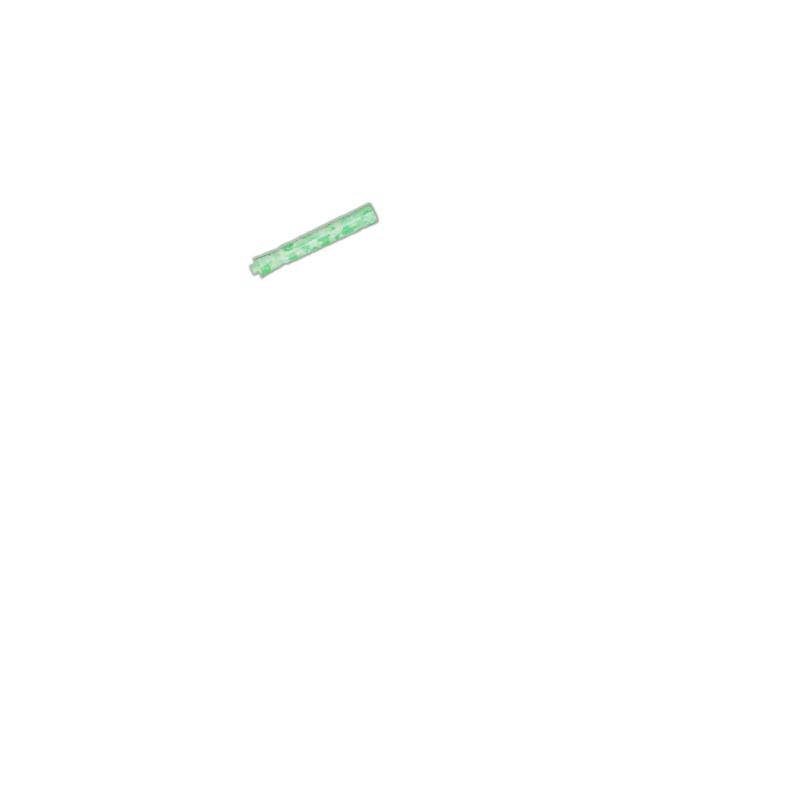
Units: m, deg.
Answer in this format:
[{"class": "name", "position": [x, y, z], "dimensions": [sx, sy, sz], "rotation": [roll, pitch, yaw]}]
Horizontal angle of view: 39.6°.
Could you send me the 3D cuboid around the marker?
[{"class": "marker", "position": [-0.077, -0.140, 0.984], "dimensions": [0.121, 0.019, 0.020], "rotation": [-26, 7, -5]}]
